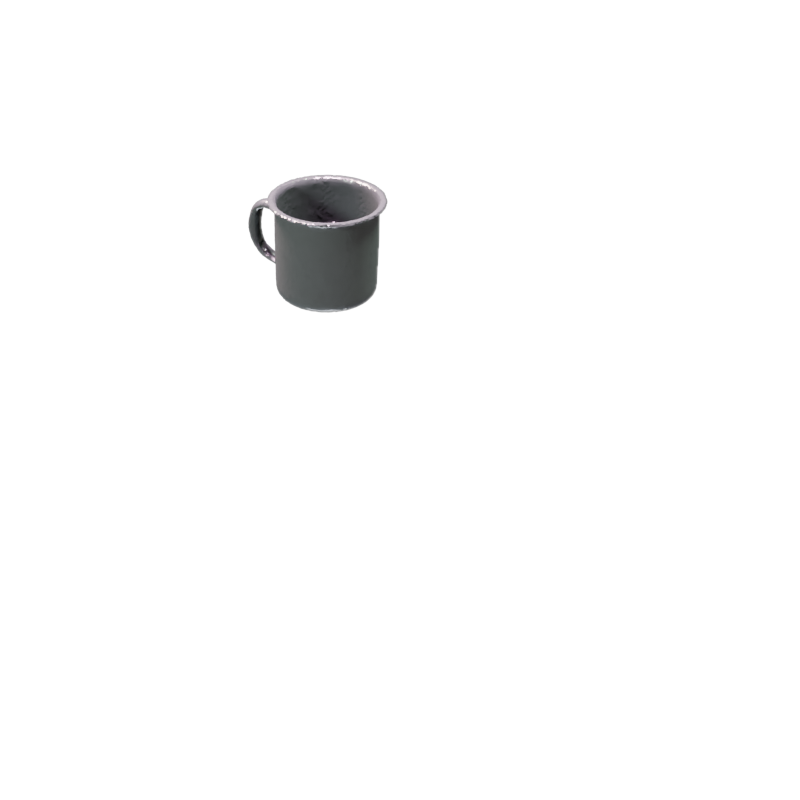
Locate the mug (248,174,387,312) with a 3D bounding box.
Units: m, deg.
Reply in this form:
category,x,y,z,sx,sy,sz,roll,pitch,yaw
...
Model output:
category,x,y,z,sx,sy,sz,roll,pitch,yaw
mug,-0.069,-0.125,0.879,0.122,0.077,0.095,15,34,21
